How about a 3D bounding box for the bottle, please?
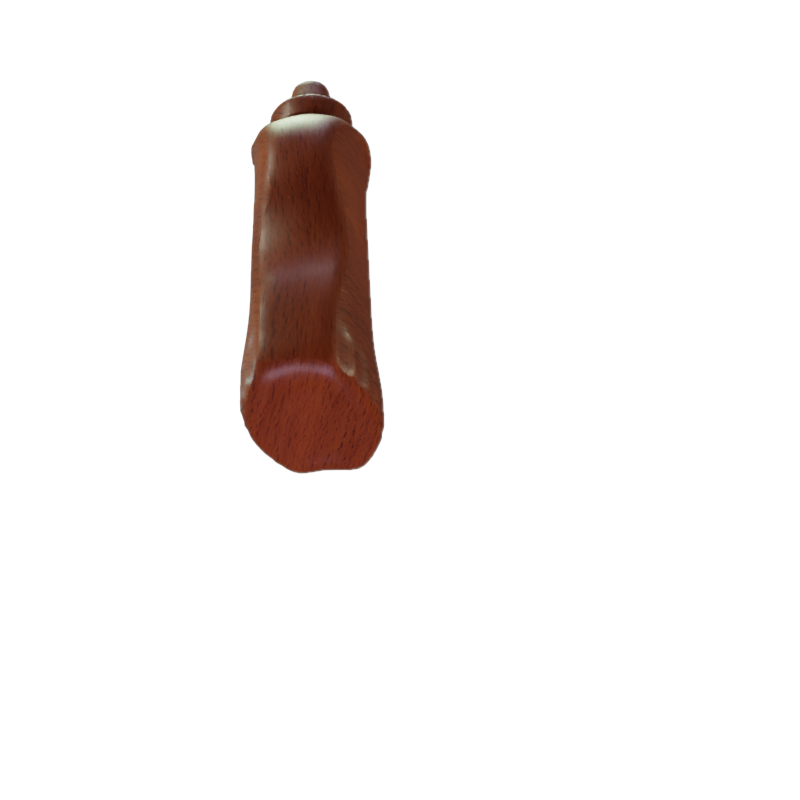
[{"bbox_3d":[-0.040,-0.072,0.507,0.059,0.205,0.089,-7,-34,6],"label":"bottle"}]
